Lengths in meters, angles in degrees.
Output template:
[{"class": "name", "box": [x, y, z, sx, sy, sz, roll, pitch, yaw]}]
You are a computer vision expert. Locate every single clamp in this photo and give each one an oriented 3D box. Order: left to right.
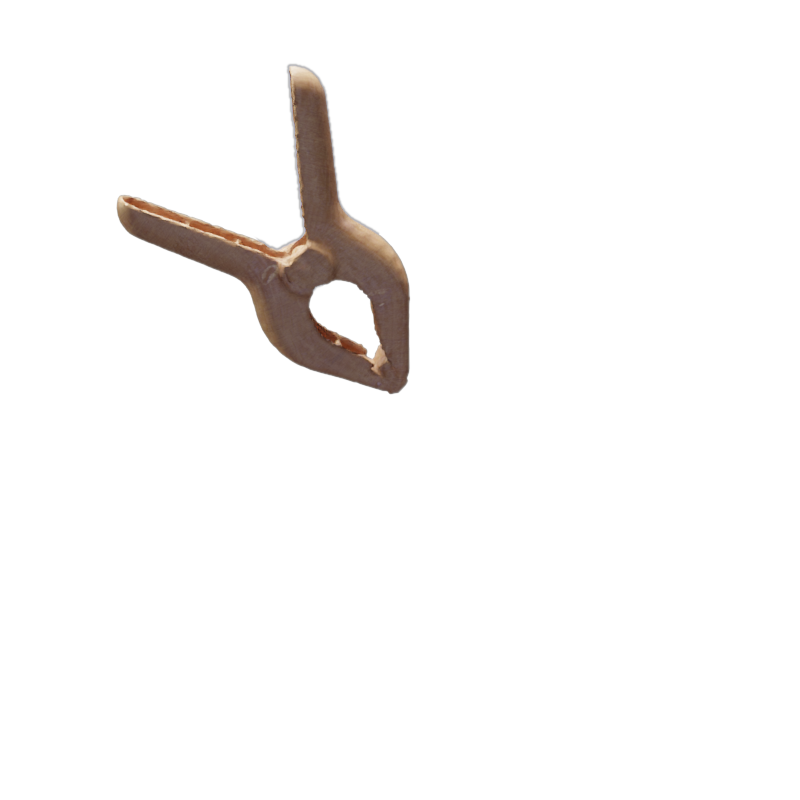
[{"class": "clamp", "box": [-0.044, -0.080, 0.560, 0.165, 0.119, 0.041, 43, 16, -15]}]
